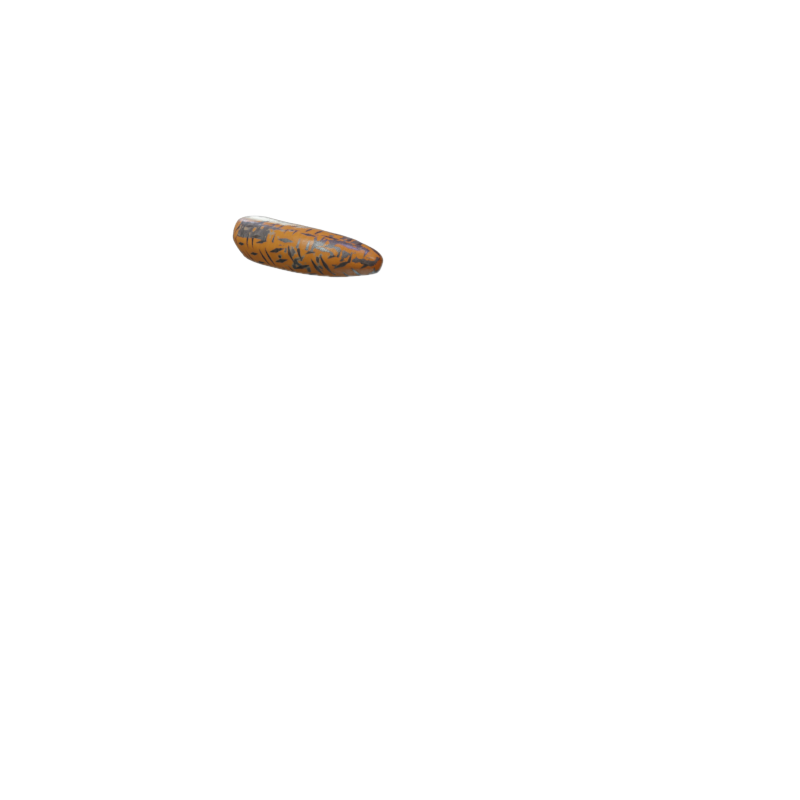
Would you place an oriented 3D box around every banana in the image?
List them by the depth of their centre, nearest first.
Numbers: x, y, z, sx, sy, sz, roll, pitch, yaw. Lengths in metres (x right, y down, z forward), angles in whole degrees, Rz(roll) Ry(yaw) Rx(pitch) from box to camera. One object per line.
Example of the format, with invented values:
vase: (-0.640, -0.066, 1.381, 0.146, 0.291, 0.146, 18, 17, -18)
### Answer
banana: (-0.088, -0.126, 0.885, 0.068, 0.036, 0.208, -7, 17, -27)
